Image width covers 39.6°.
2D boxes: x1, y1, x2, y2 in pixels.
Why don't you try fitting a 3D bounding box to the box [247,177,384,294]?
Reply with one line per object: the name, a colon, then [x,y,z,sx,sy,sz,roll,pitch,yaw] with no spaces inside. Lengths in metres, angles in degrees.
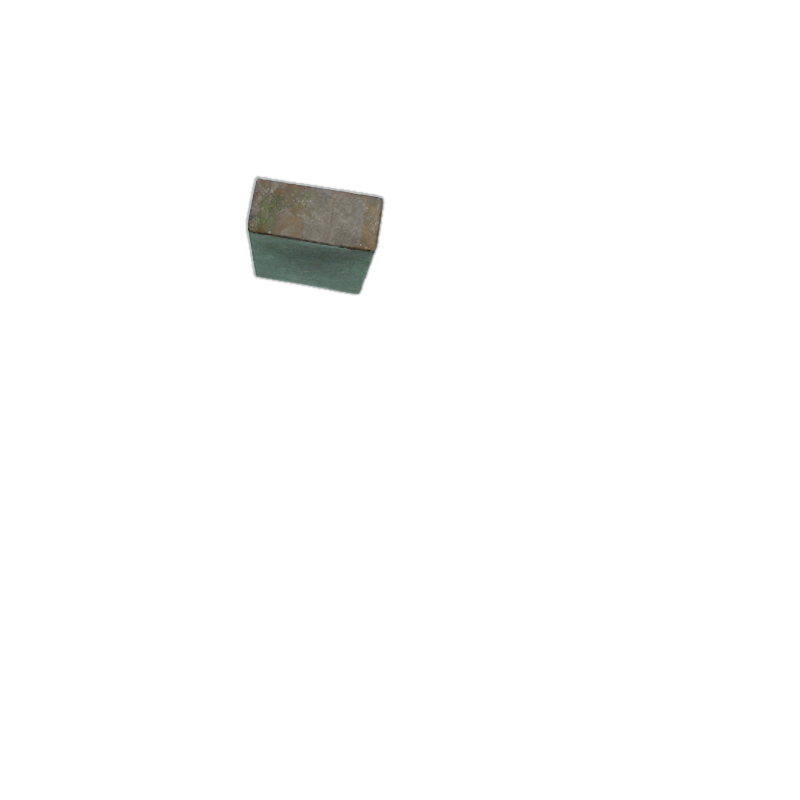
box: [-0.066,-0.121,0.846,0.093,0.049,0.174,9,-3,-3]
